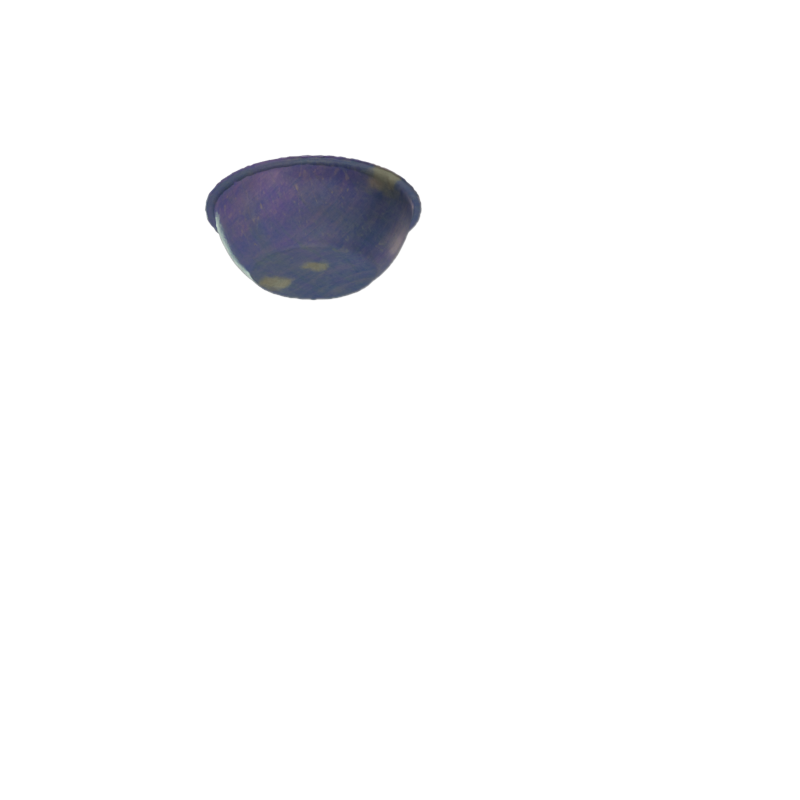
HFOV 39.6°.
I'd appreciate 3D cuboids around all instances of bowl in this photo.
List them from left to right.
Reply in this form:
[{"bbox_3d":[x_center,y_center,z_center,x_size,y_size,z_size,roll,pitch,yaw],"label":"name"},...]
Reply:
[{"bbox_3d":[-0.064,-0.117,0.818,0.162,0.058,0.154,1,-21,-2],"label":"bowl"}]
